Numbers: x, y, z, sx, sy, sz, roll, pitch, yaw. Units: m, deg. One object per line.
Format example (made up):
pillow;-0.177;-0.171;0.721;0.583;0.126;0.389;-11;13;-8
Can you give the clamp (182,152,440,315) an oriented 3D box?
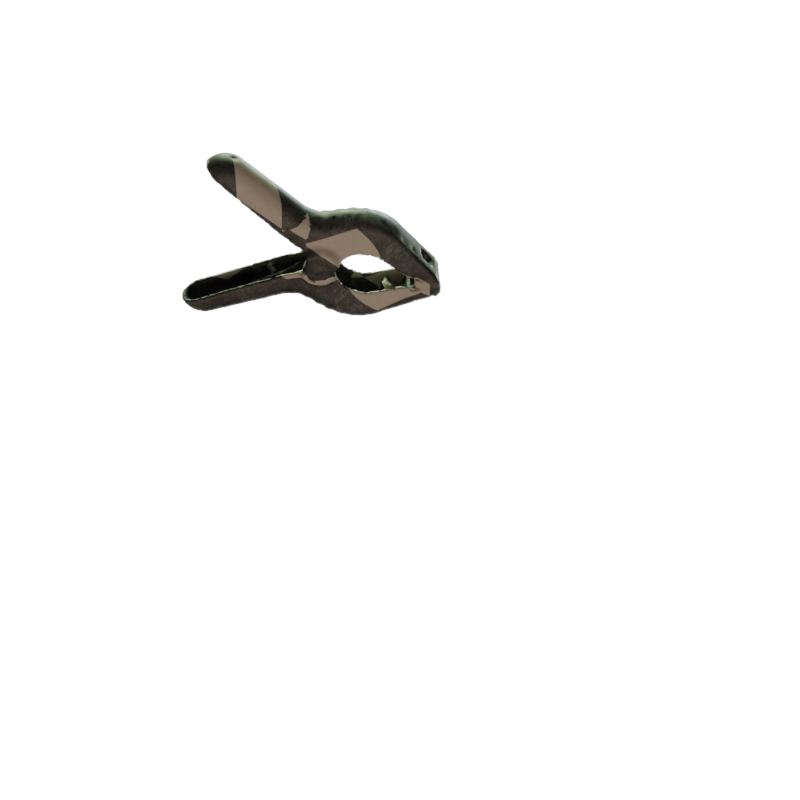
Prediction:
clamp;-0.056;-0.103;0.720;0.171;0.042;0.112;3;-45;-3
